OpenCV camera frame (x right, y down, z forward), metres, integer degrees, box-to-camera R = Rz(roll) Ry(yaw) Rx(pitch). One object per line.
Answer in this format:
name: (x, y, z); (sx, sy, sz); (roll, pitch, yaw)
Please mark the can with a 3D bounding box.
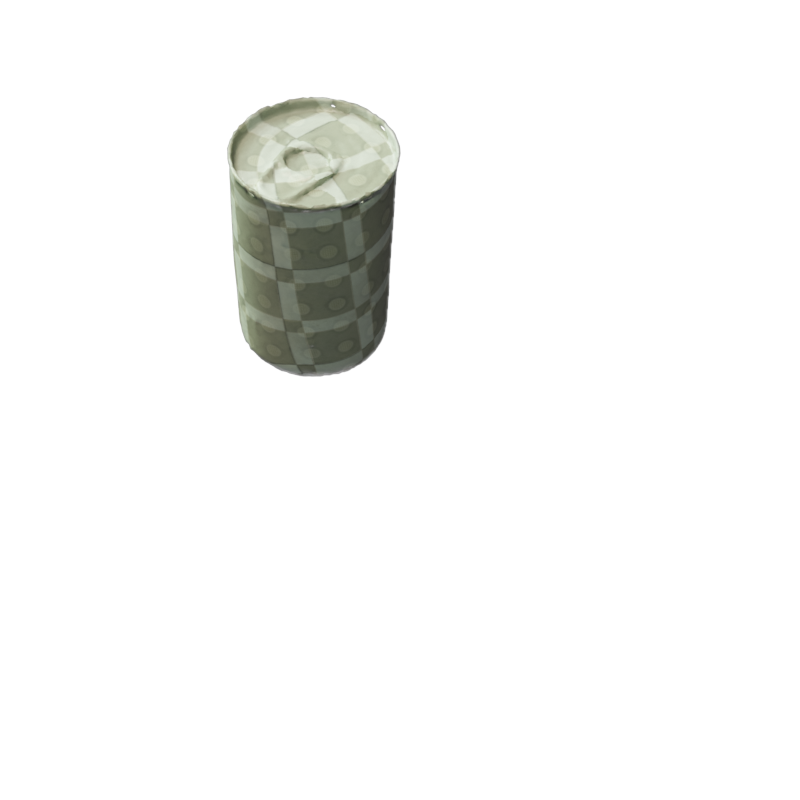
can: (-0.037, -0.067, 0.469); (0.068, 0.074, 0.095); (0, -42, -3)
